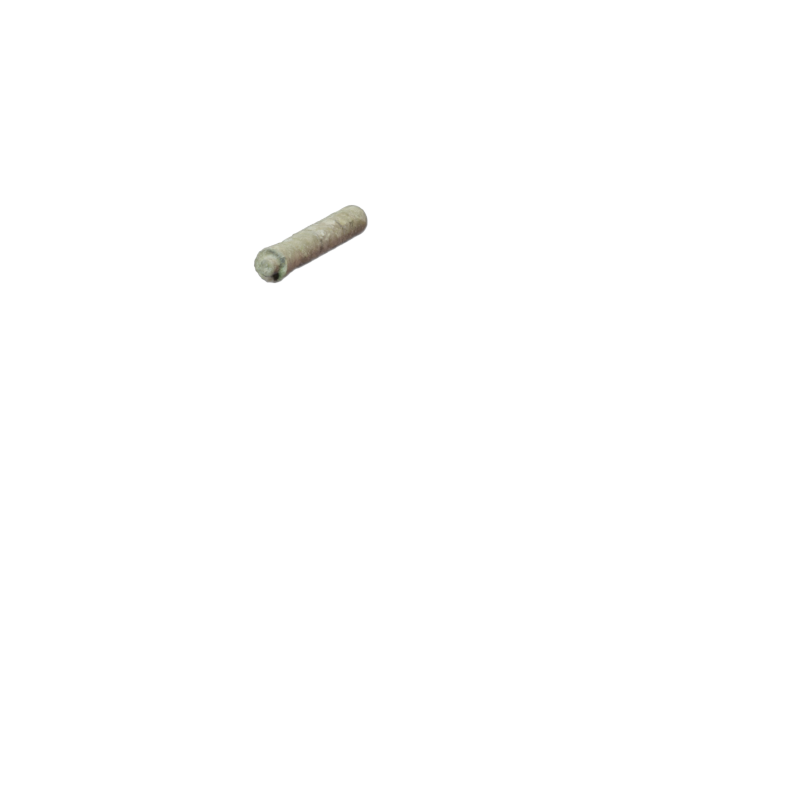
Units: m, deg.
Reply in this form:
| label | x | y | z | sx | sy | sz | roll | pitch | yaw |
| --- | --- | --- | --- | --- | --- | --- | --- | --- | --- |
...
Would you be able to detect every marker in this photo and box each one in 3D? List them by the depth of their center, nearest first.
| label | x | y | z | sx | sy | sz | roll | pitch | yaw |
| --- | --- | --- | --- | --- | --- | --- | --- | --- | --- |
| marker | -0.048 | -0.087 | 0.608 | 0.020 | 0.019 | 0.122 | 1 | 20 | 20 |
